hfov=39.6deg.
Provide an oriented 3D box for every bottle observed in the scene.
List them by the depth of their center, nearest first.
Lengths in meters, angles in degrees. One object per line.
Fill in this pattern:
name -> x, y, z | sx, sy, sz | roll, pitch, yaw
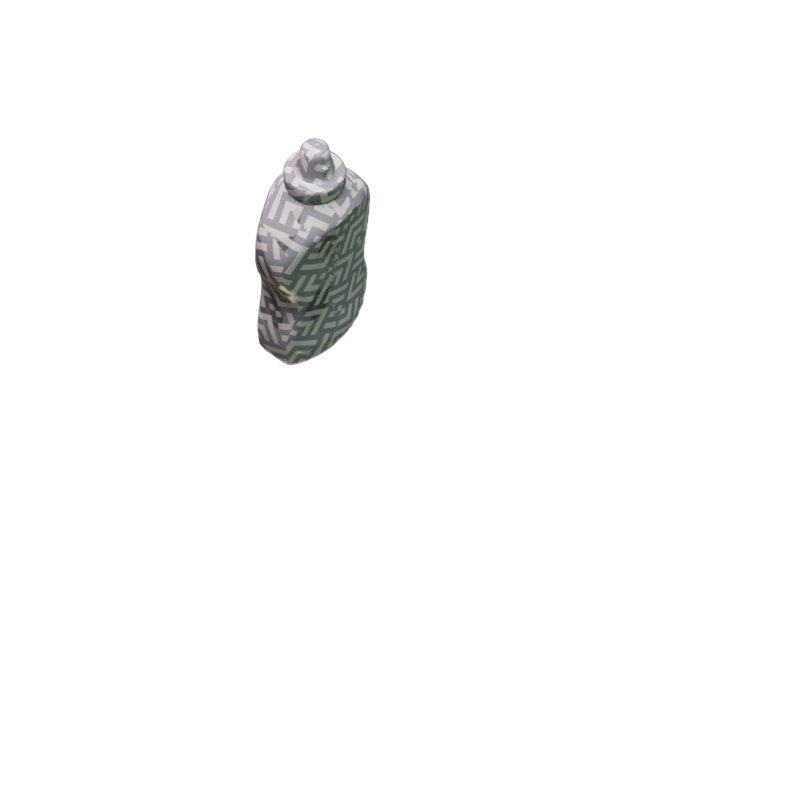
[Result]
bottle -> -0.060, -0.110, 0.774 | 0.061, 0.098, 0.179 | 36, -29, 19
